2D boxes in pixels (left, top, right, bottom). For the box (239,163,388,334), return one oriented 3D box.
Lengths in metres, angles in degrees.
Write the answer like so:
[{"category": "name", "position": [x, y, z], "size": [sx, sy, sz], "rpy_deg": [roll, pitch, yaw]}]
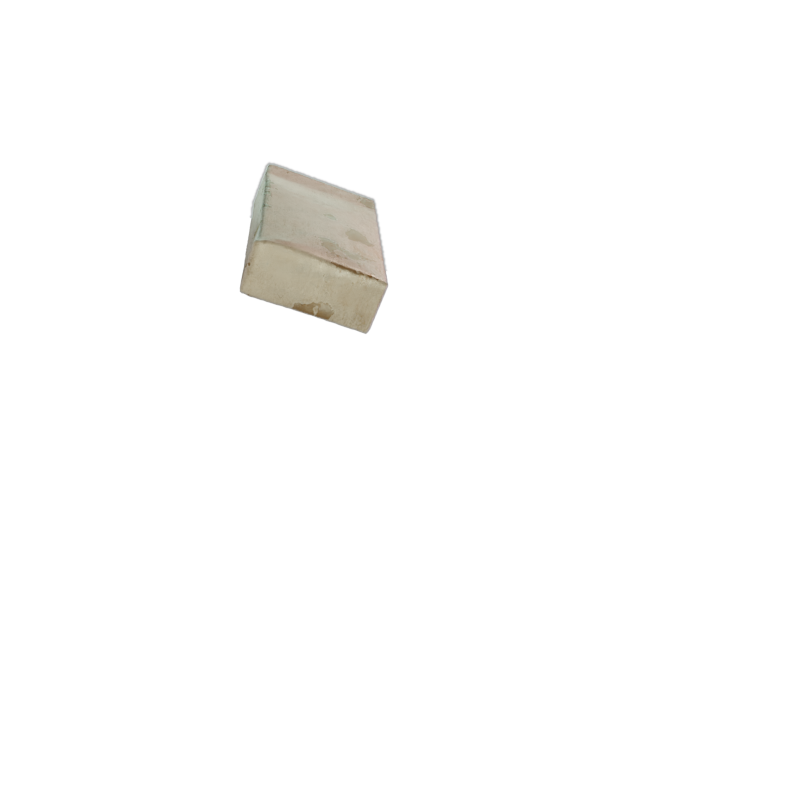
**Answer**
[{"category": "box", "position": [-0.063, -0.114, 0.800], "size": [0.092, 0.046, 0.185], "rpy_deg": [17, 22, -11]}]
